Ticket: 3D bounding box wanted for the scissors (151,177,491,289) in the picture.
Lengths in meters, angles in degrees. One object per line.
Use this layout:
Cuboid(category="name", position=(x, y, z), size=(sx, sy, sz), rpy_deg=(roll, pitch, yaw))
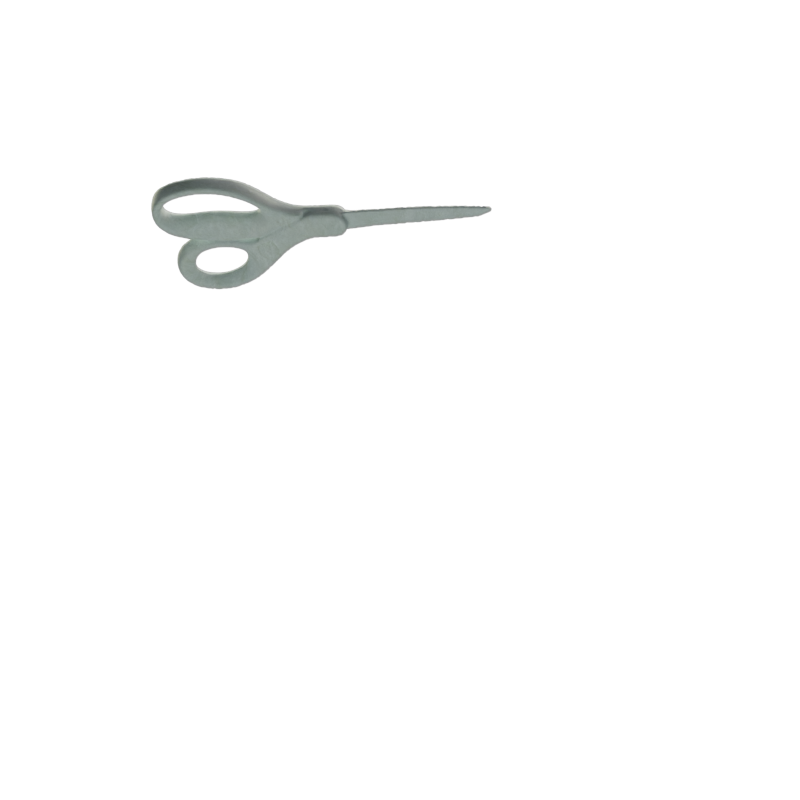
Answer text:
Cuboid(category="scissors", position=(-0.054, -0.098, 0.686), size=(0.199, 0.017, 0.091), rpy_deg=(7, -40, -8))
